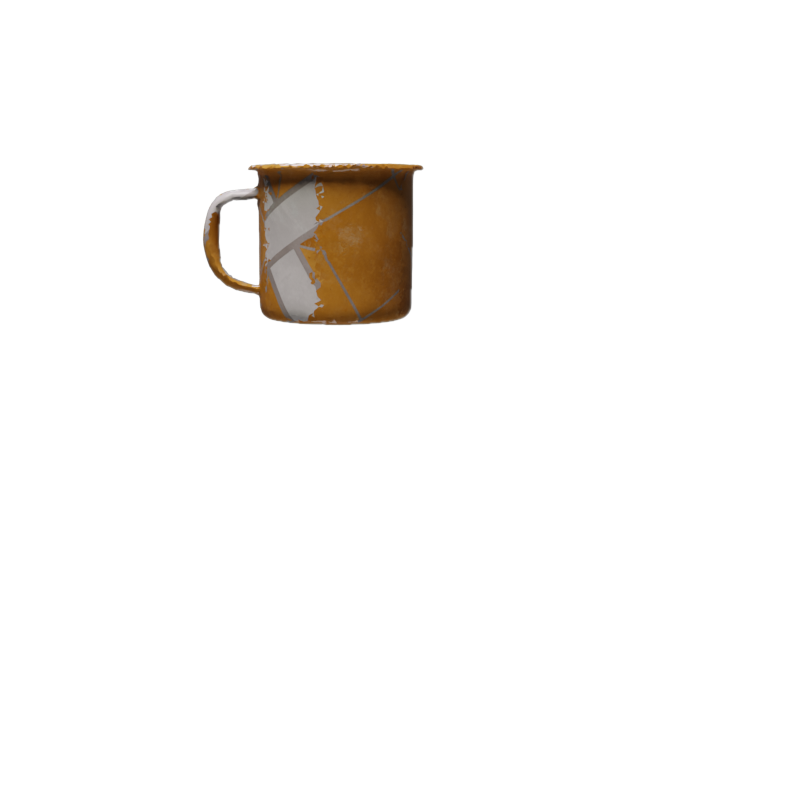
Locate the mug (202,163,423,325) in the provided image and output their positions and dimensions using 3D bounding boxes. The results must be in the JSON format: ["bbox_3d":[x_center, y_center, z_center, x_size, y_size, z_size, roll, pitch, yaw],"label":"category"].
[{"bbox_3d":[-0.046,-0.084,0.591,0.116,0.081,0.095,-1,7,-6],"label":"mug"}]
